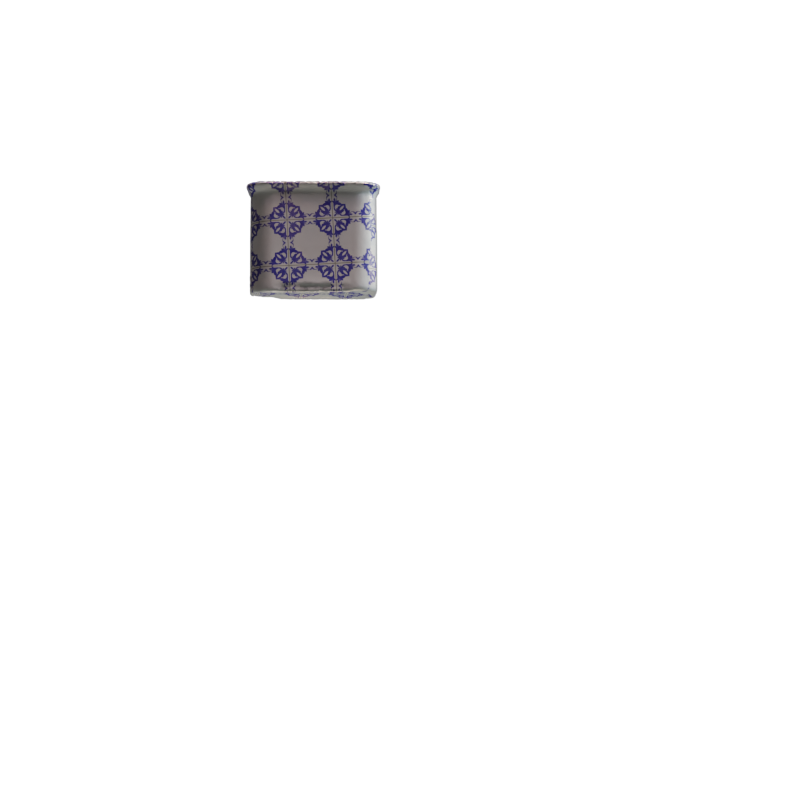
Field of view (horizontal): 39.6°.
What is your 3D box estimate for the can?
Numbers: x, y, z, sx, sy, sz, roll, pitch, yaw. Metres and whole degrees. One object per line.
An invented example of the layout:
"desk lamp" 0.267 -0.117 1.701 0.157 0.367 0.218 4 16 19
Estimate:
"can" -0.066 -0.121 0.847 0.102 0.085 0.056 0 -7 -1
